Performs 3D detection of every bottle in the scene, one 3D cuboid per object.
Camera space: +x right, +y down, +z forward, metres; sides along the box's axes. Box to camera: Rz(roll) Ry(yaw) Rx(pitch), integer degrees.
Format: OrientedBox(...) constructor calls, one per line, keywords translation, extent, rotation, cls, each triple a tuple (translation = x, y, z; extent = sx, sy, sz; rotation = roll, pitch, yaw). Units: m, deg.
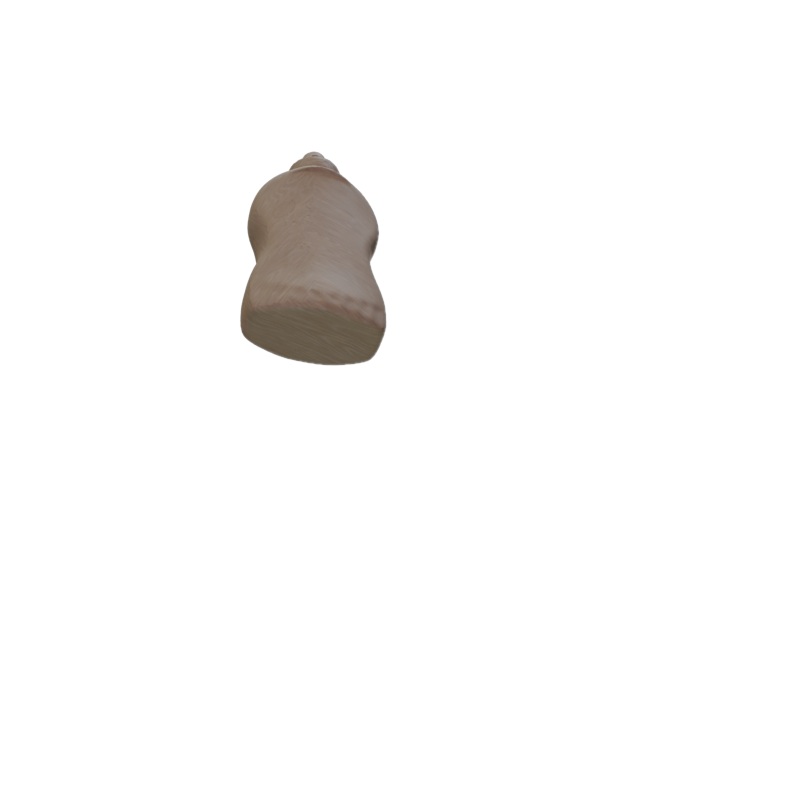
OrientedBox(translation=(-0.063, -0.115, 0.801), extent=(0.094, 0.206, 0.055), rotation=(8, -45, -12), cls="bottle")
